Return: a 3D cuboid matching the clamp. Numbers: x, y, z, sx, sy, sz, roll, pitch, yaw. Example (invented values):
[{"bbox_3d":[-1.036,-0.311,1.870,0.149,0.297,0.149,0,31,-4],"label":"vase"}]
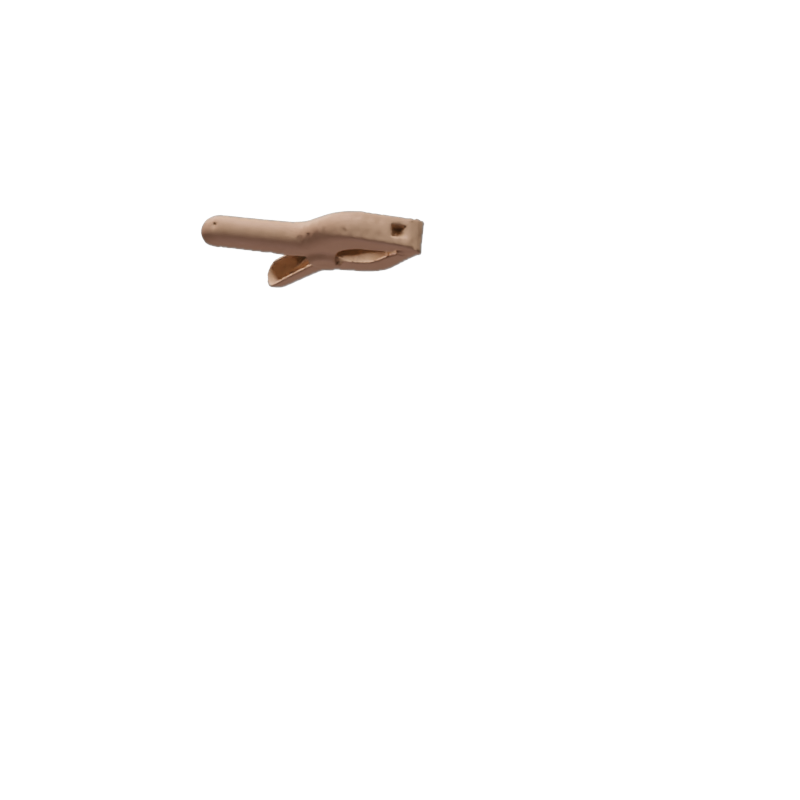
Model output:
[{"bbox_3d":[-0.068,-0.125,0.875,0.175,0.041,0.113,-7,-13,33],"label":"clamp"}]
